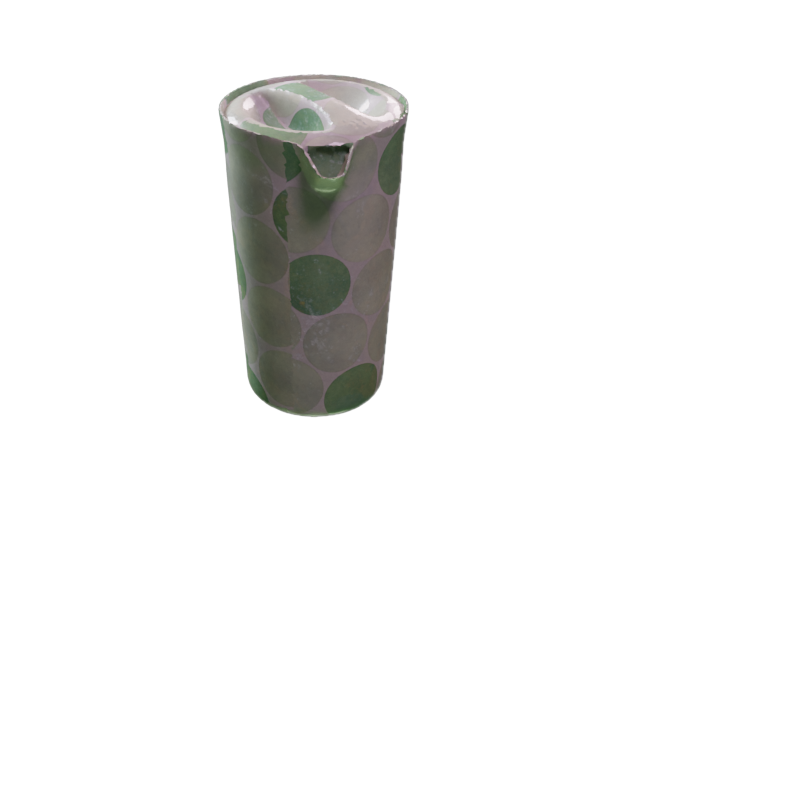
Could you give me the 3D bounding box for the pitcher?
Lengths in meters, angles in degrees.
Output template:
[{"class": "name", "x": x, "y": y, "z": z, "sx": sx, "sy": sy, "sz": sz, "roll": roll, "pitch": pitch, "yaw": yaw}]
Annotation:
[{"class": "pitcher", "x": -0.066, "y": -0.120, "z": 0.839, "sx": 0.152, "sy": 0.229, "sz": 0.151, "roll": 20, "pitch": 35, "yaw": 27}]
